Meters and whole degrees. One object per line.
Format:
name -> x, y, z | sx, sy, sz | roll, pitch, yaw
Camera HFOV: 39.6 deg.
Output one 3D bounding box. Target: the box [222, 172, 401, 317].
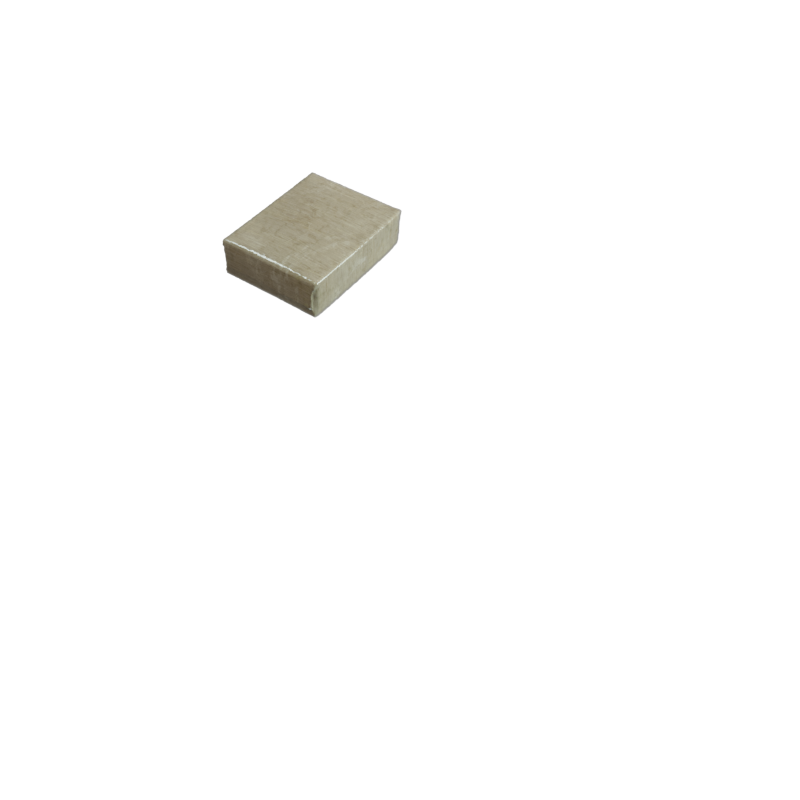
box -> -0.067, -0.122, 0.854 | 0.095, 0.036, 0.115 | 26, 48, 25
